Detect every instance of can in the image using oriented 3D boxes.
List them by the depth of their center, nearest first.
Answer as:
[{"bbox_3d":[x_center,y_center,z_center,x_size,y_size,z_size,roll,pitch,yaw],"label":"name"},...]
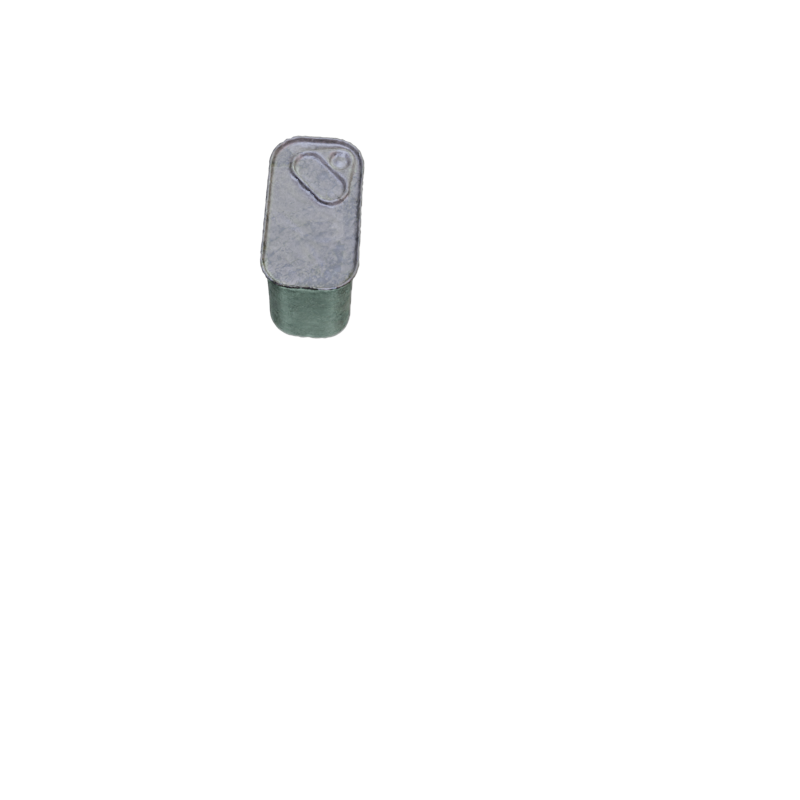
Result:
[{"bbox_3d":[-0.054,-0.098,0.686,0.057,0.107,0.079,3,-23,-2],"label":"can"}]
